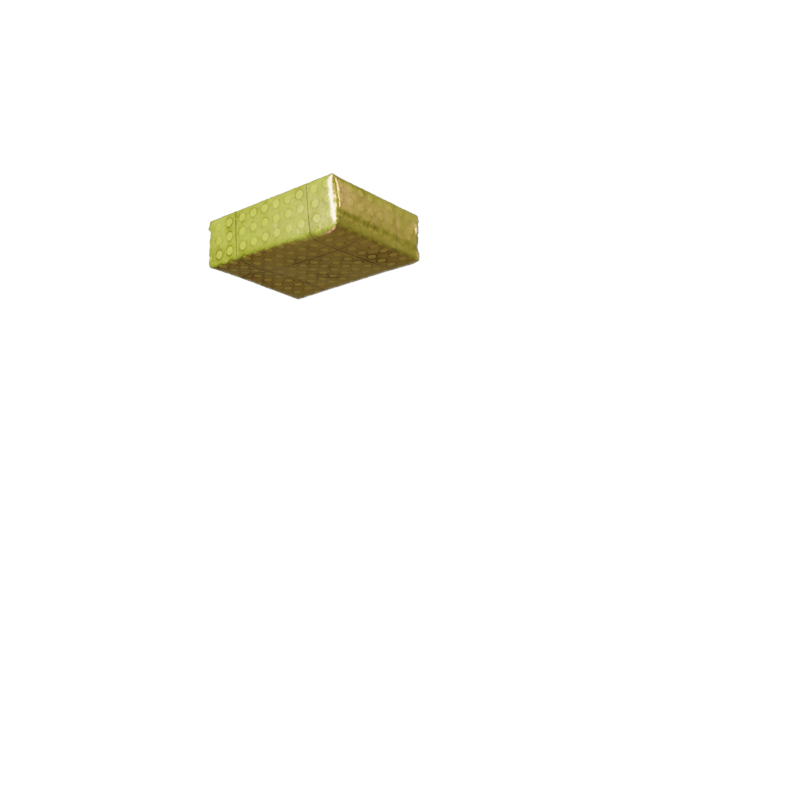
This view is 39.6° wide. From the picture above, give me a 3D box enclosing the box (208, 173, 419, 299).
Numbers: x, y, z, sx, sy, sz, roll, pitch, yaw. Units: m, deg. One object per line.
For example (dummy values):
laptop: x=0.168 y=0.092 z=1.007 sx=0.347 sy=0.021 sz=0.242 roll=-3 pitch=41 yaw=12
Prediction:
box: x=-0.058 y=-0.105 z=0.736 sx=0.116 sy=0.040 sz=0.084 roll=-11 pitch=-18 yaw=38
